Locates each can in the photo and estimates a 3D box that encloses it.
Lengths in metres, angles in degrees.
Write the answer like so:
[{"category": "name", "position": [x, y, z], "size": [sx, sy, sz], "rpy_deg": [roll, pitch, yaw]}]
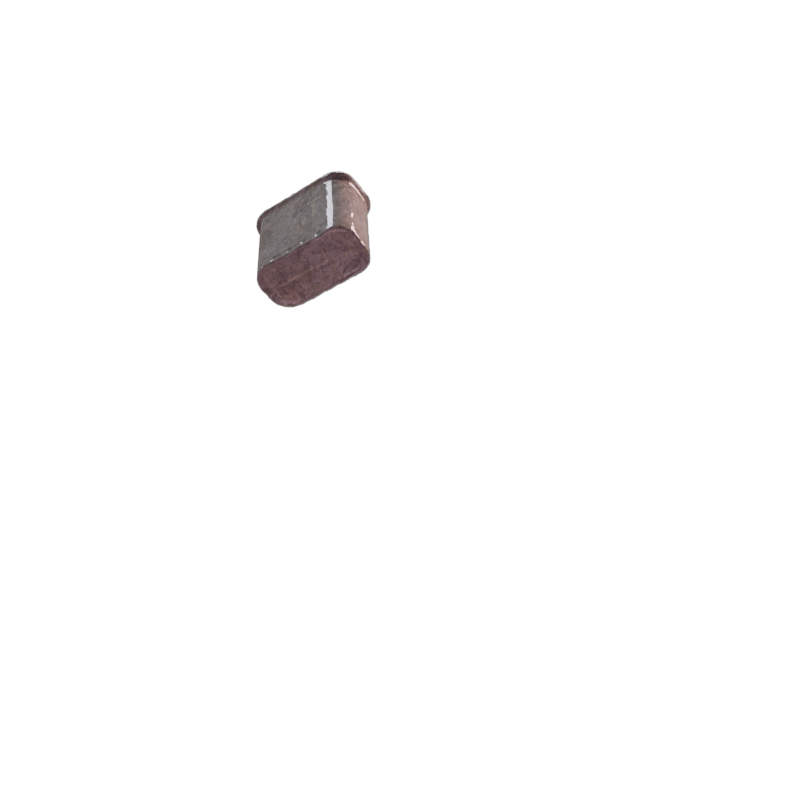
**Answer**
[{"category": "can", "position": [-0.074, -0.135, 0.947], "size": [0.102, 0.090, 0.054], "rpy_deg": [-28, -54, 19]}]
